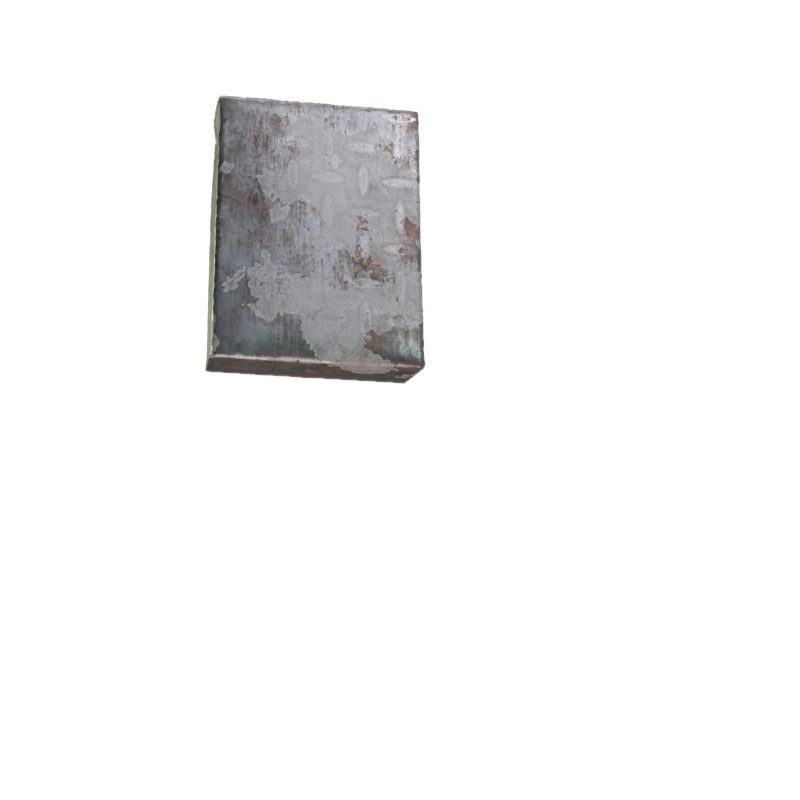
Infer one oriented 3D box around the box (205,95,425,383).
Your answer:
[{"bbox_3d":[-0.069,-0.125,0.878,0.162,0.224,0.070,2,-19,-11],"label":"box"}]
